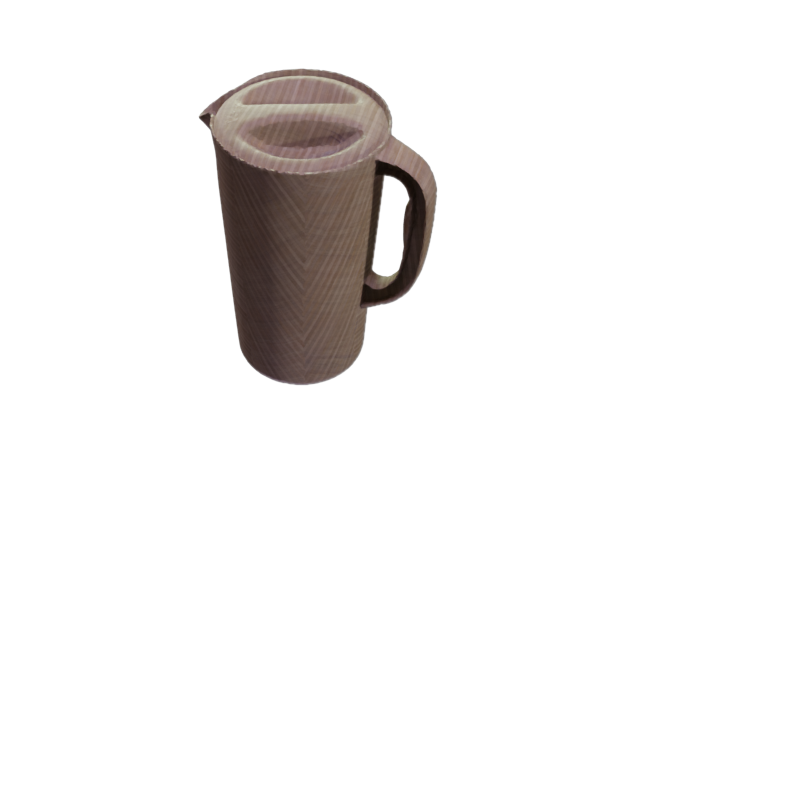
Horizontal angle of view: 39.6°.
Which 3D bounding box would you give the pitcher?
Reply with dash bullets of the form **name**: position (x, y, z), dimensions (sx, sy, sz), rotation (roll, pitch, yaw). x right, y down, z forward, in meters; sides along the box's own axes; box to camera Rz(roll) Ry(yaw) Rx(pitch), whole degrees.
- **pitcher**: position (-0.068, -0.125, 0.873), dimensions (0.143, 0.226, 0.162), rotation (-15, 48, -18)
